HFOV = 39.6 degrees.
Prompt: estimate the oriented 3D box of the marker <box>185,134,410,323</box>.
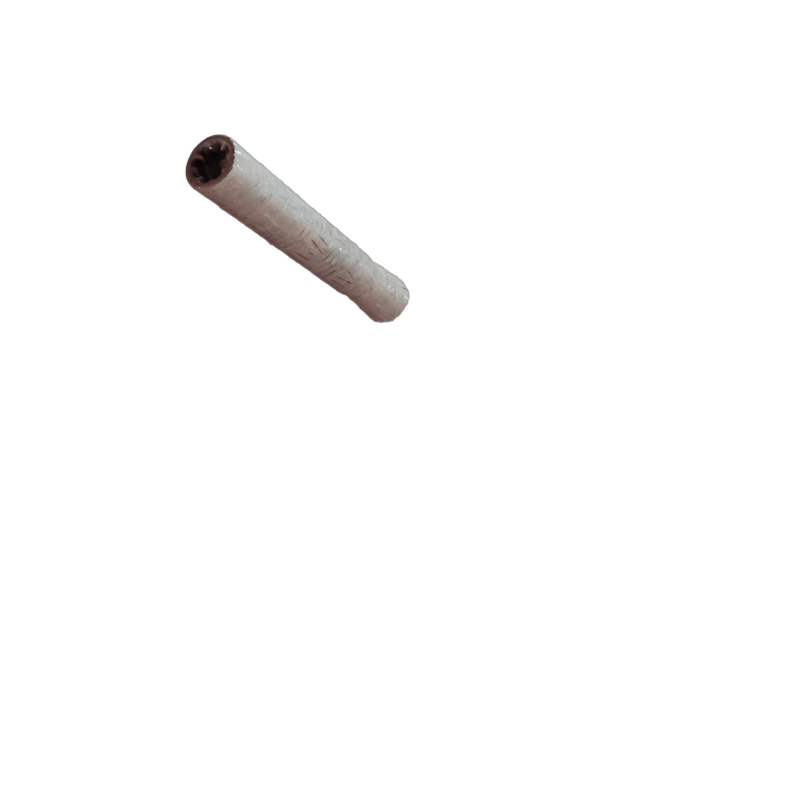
[{"bbox_3d":[-0.029,-0.053,0.373,0.020,0.020,0.113,3,-17,31],"label":"marker"}]
